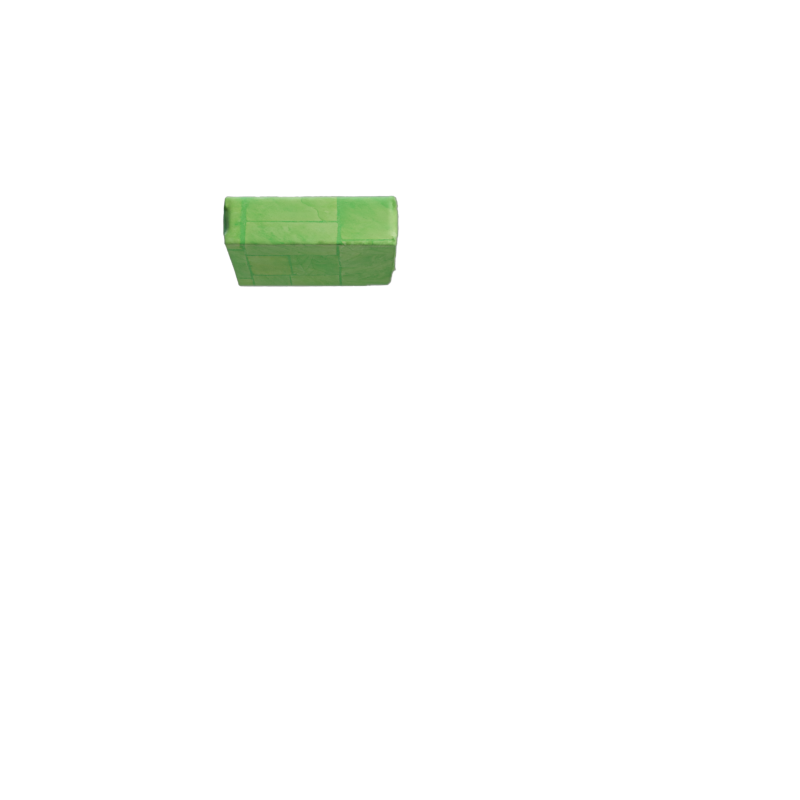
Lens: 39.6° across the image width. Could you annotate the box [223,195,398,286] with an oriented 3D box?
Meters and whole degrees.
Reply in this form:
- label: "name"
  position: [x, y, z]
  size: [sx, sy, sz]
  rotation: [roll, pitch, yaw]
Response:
- label: "box"
  position: [-0.046, -0.084, 0.591]
  size: [0.089, 0.031, 0.070]
  rotation: [0, -12, 1]
